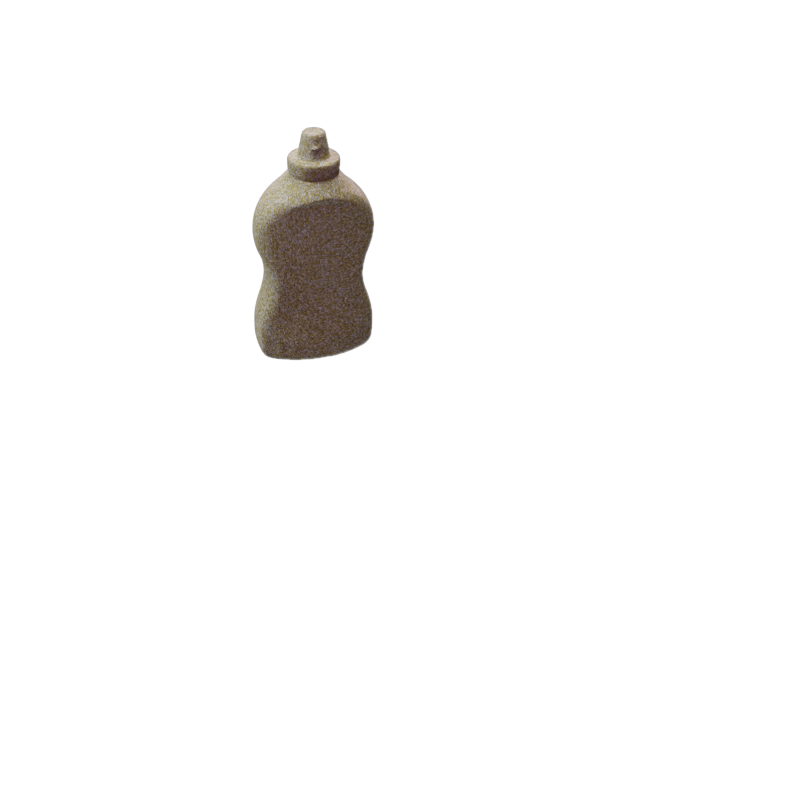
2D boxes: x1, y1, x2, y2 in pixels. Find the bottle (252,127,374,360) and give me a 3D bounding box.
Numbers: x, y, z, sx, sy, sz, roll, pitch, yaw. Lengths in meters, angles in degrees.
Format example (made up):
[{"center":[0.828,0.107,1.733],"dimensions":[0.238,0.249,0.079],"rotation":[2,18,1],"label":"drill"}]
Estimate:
[{"center":[-0.069,-0.126,0.884],"dimensions":[0.095,0.180,0.063],"rotation":[-6,32,-14],"label":"bottle"}]
